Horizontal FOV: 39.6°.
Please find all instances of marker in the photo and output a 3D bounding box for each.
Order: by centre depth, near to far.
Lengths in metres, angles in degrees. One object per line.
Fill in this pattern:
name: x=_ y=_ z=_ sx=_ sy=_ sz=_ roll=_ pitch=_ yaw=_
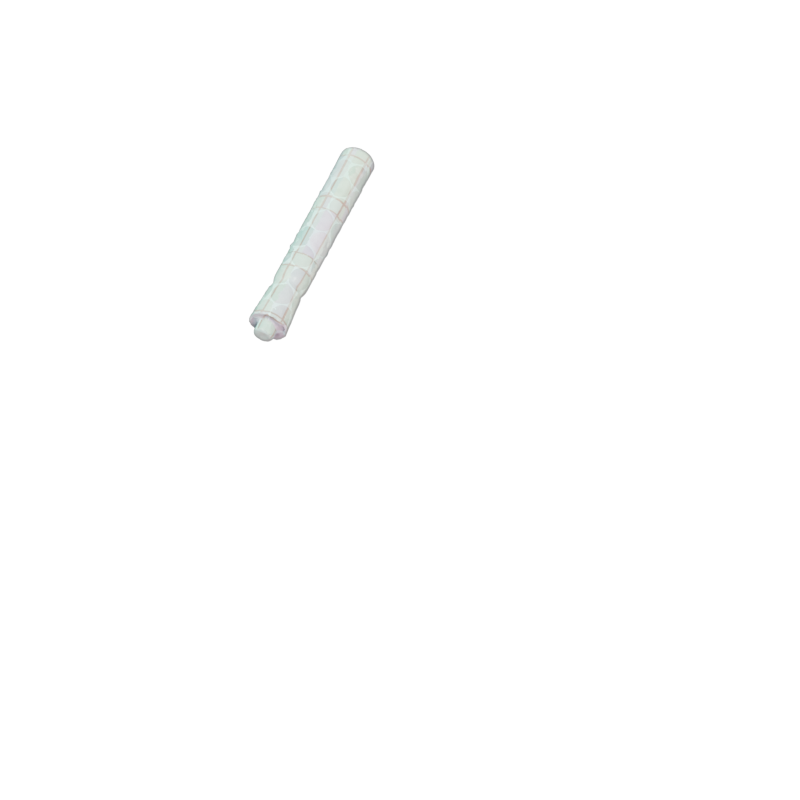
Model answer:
marker: x=-0.042 y=-0.077 z=0.538 sx=0.020 sy=0.126 sz=0.018 roll=16 pitch=-36 yaw=10
